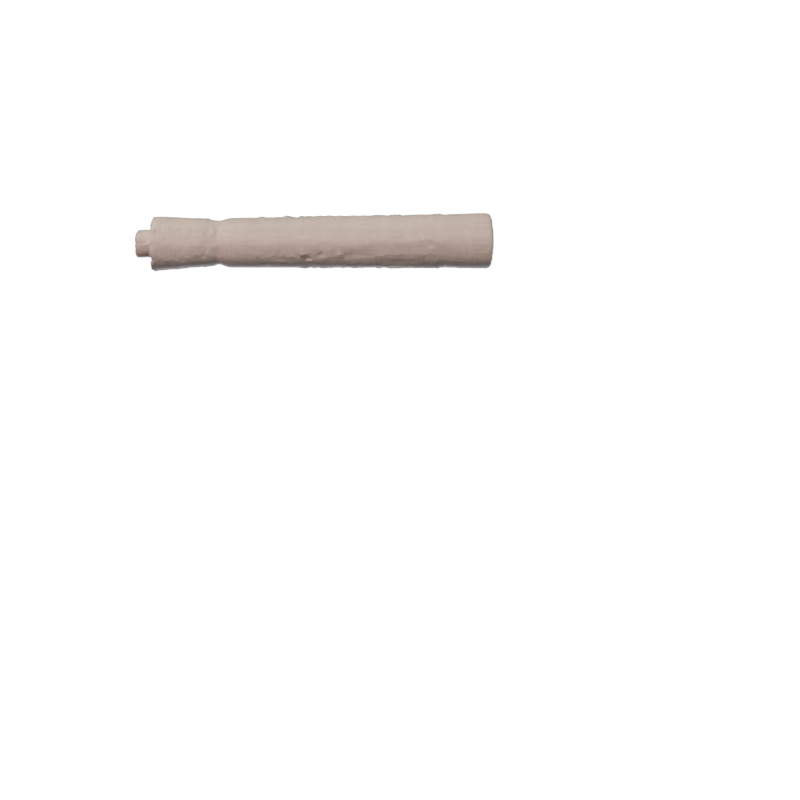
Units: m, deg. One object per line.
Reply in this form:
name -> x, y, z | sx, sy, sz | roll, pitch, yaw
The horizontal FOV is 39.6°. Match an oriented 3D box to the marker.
marker -> -0.030, -0.054, 0.379 | 0.121, 0.020, 0.020 | 0, 4, 0
